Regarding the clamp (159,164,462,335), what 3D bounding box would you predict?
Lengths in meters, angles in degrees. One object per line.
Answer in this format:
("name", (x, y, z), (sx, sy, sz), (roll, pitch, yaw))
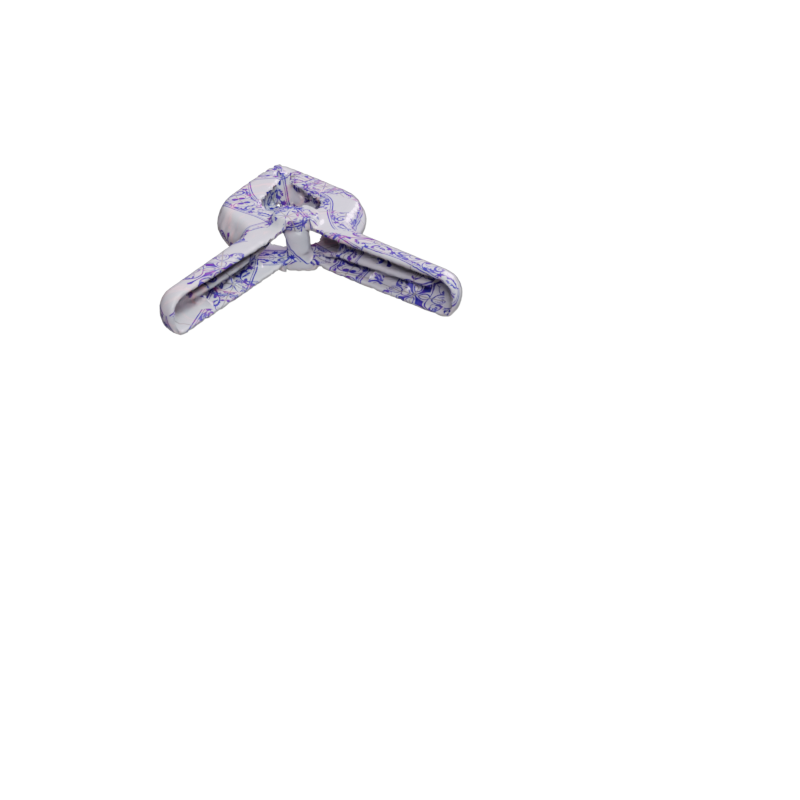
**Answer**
("clamp", (-0.053, -0.097, 0.680), (0.164, 0.034, 0.222), (-1, 29, -2))
